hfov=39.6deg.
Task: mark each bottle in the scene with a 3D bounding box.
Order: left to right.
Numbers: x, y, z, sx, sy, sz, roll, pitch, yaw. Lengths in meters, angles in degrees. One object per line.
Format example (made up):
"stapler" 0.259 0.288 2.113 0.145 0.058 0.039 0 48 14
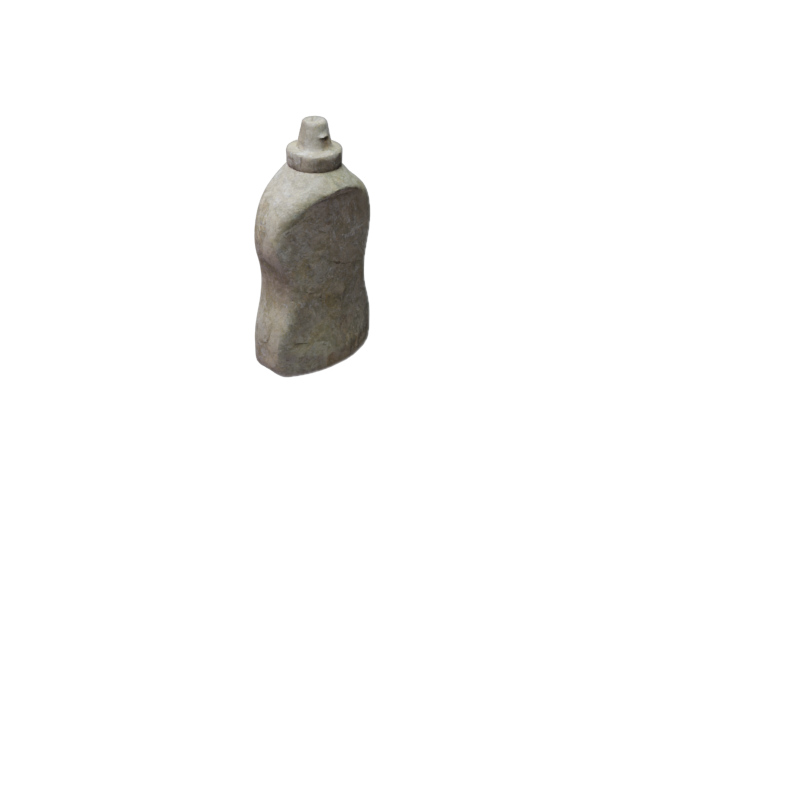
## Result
"bottle" -0.064 -0.118 0.825 0.095 0.181 0.062 -21 34 -37
